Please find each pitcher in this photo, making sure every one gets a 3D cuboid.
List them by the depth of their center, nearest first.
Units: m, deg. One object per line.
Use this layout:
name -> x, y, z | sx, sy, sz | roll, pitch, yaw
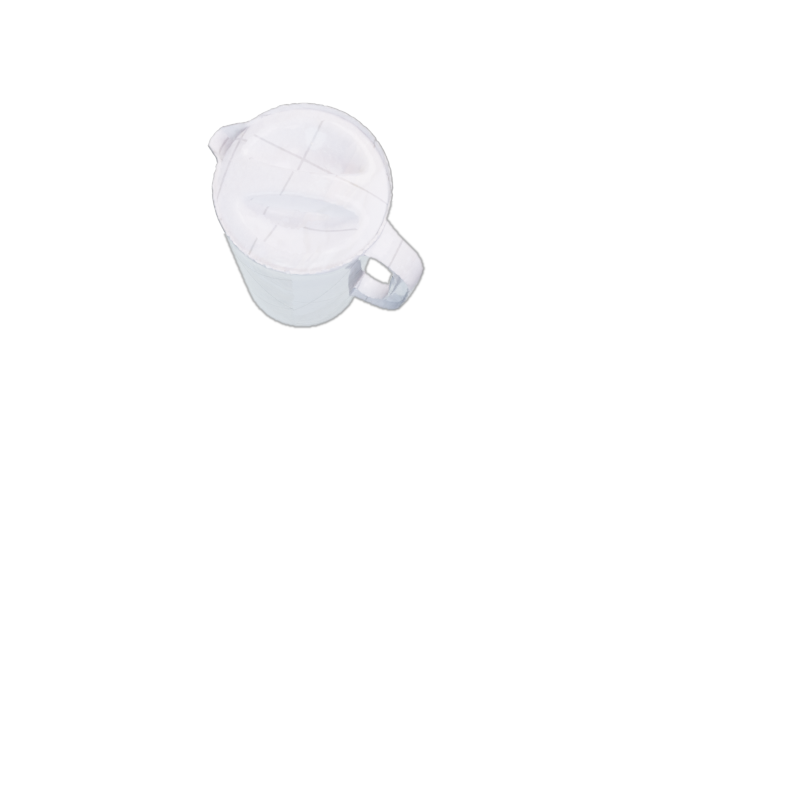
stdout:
pitcher -> -0.072, -0.131, 0.915 | 0.144, 0.155, 0.235 | -11, -11, -5
